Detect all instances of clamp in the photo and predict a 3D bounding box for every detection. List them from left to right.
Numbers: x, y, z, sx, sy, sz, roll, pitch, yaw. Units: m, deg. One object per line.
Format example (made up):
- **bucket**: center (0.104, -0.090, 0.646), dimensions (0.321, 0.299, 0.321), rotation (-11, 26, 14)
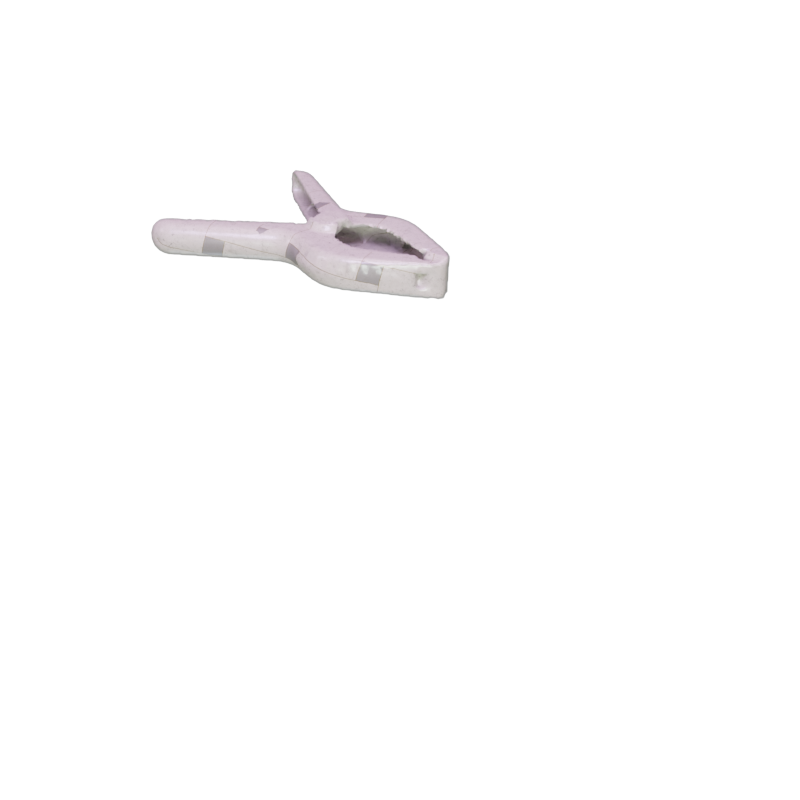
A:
- **clamp**: center (-0.062, -0.112, 0.786), dimensions (0.163, 0.034, 0.224), rotation (-26, 39, -38)
